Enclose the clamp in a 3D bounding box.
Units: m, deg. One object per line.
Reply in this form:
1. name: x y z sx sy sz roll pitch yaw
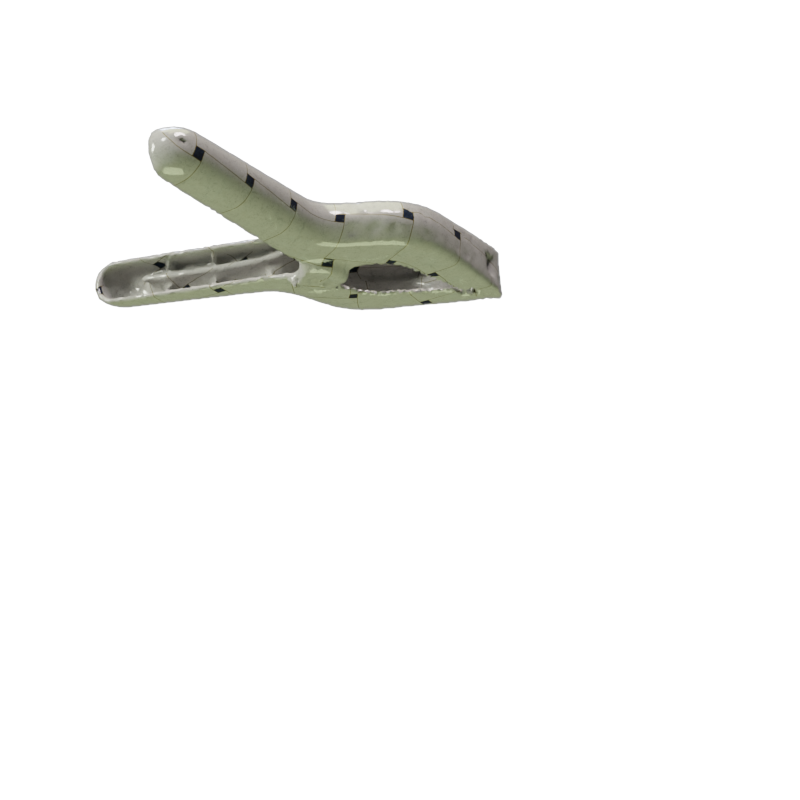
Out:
1. clamp: -0.043 -0.079 0.552 0.206 0.038 0.159 4 -19 -12
